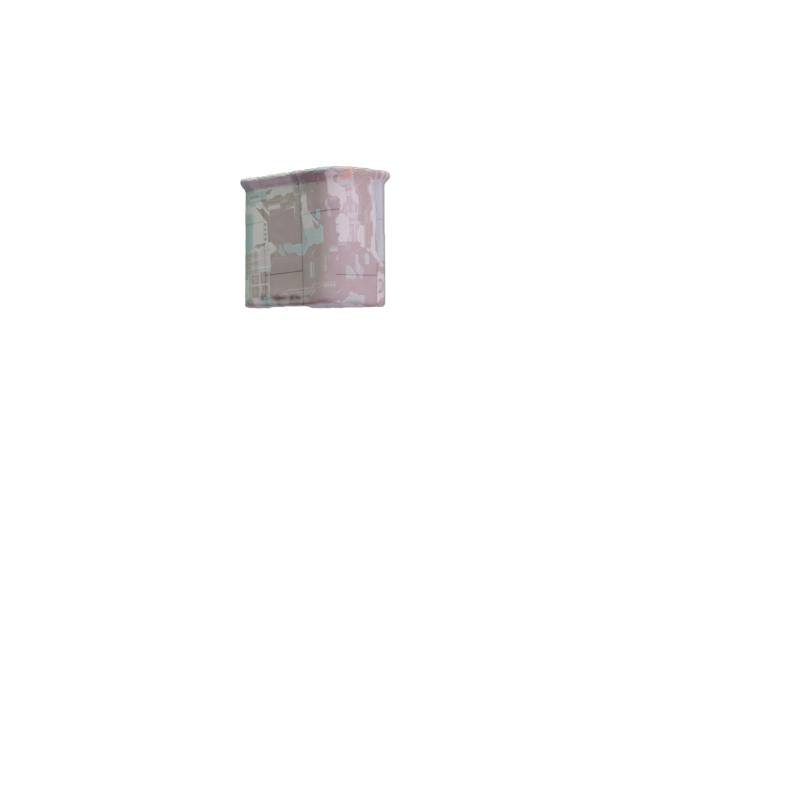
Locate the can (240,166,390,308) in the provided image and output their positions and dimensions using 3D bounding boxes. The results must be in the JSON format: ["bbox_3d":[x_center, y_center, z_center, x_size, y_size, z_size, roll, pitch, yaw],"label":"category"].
[{"bbox_3d":[-0.055,-0.101,0.706,0.106,0.084,0.055,0,-2,44],"label":"can"}]
